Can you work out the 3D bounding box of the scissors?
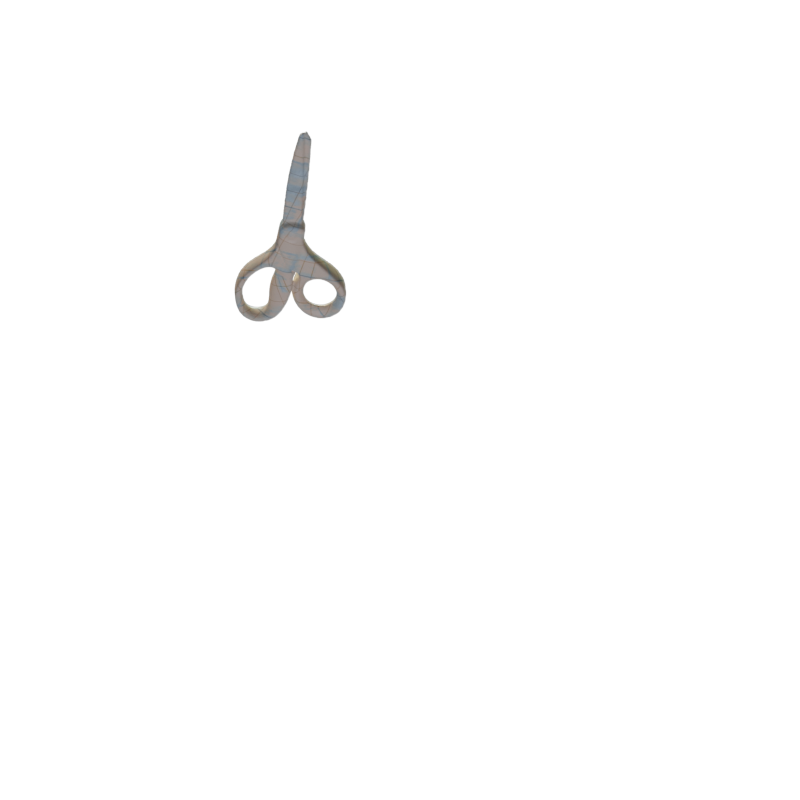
[{"bbox_3d":[-0.065,-0.118,0.829,0.093,0.017,0.194,15,-39,-20],"label":"scissors"}]
